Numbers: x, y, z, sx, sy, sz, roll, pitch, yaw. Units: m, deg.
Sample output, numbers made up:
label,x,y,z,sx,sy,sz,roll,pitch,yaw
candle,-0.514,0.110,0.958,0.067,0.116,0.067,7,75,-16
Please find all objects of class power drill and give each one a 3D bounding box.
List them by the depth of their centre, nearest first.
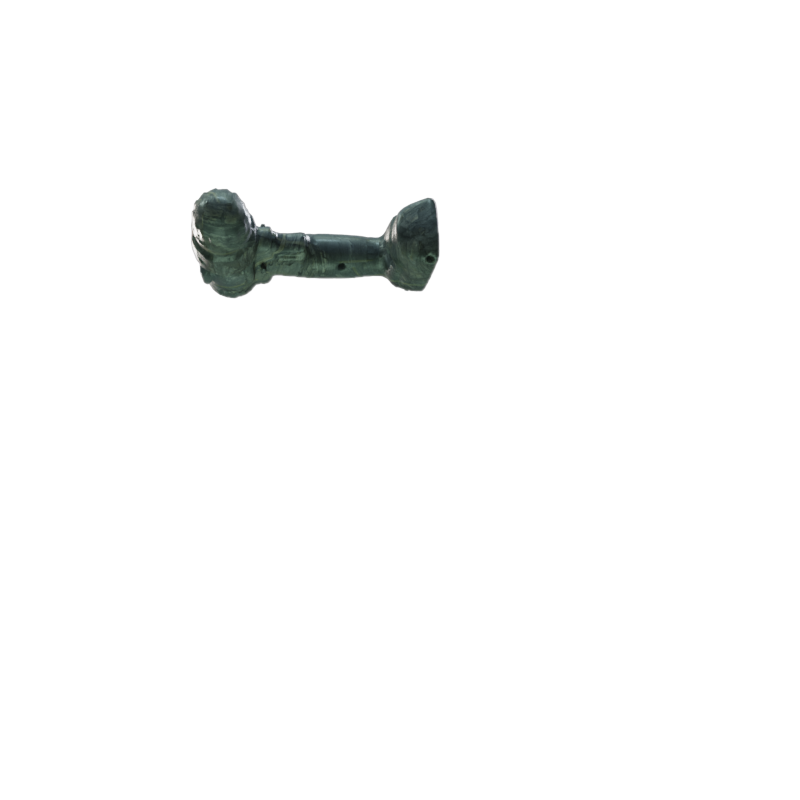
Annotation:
label,x,y,z,sx,sy,sz,roll,pitch,yaw
power drill,-0.067,-0.123,0.859,0.187,0.059,0.180,0,-8,-3
